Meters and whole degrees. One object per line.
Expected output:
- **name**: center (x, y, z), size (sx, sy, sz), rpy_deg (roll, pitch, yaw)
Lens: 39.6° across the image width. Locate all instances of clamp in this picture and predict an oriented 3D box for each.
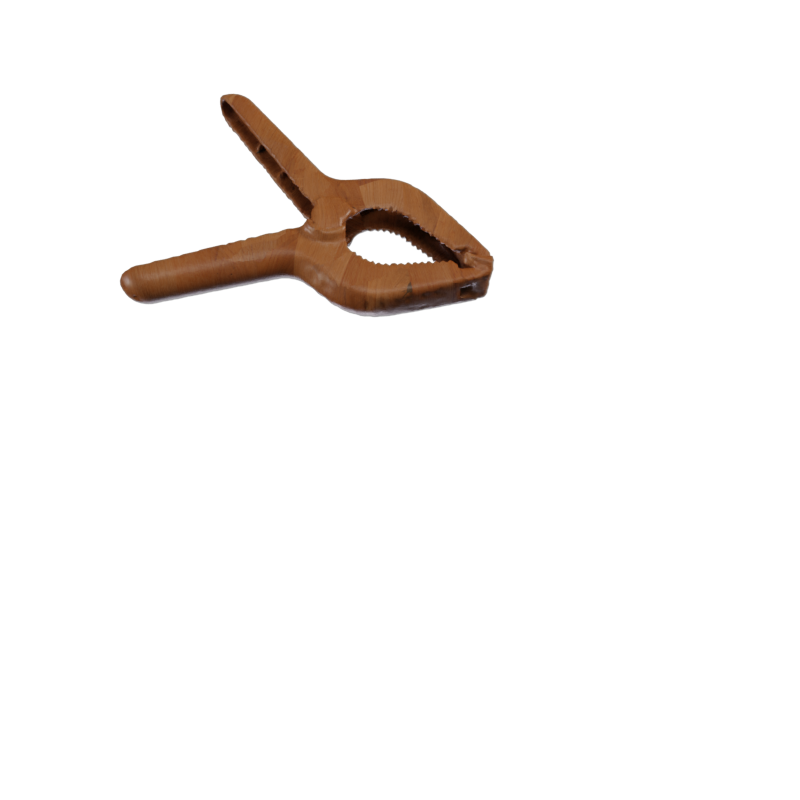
- **clamp**: center (-0.052, -0.095, 0.663), size (0.216, 0.171, 0.034), rpy_deg (22, -30, 13)
